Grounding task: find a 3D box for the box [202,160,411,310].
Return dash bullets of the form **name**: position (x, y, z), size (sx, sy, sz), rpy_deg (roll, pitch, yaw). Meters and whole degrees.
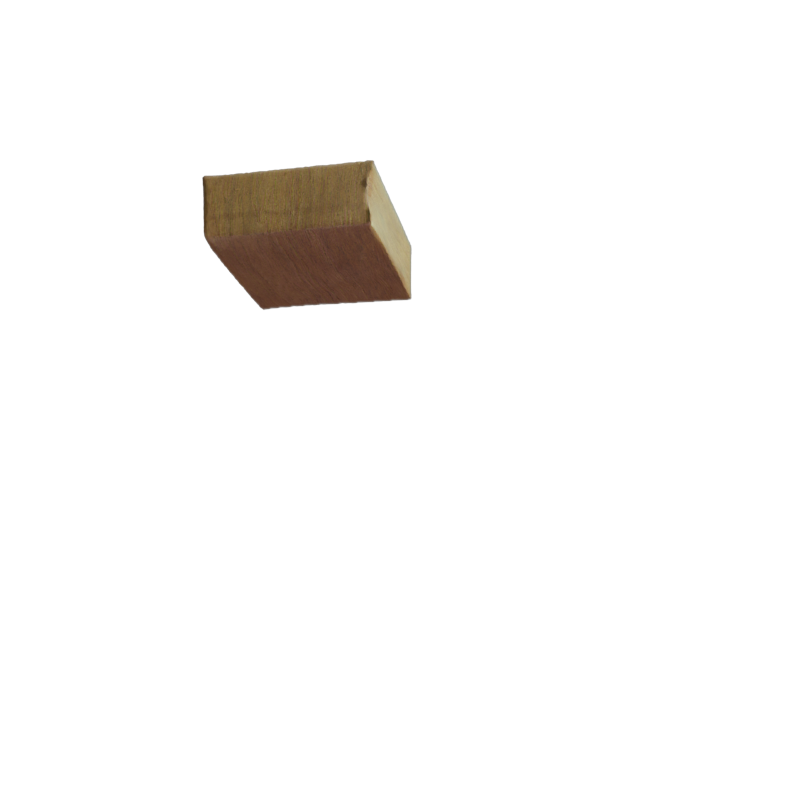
- **box**: position (-0.046, -0.084, 0.591), size (0.091, 0.041, 0.107), rpy_deg (-3, -16, 11)
